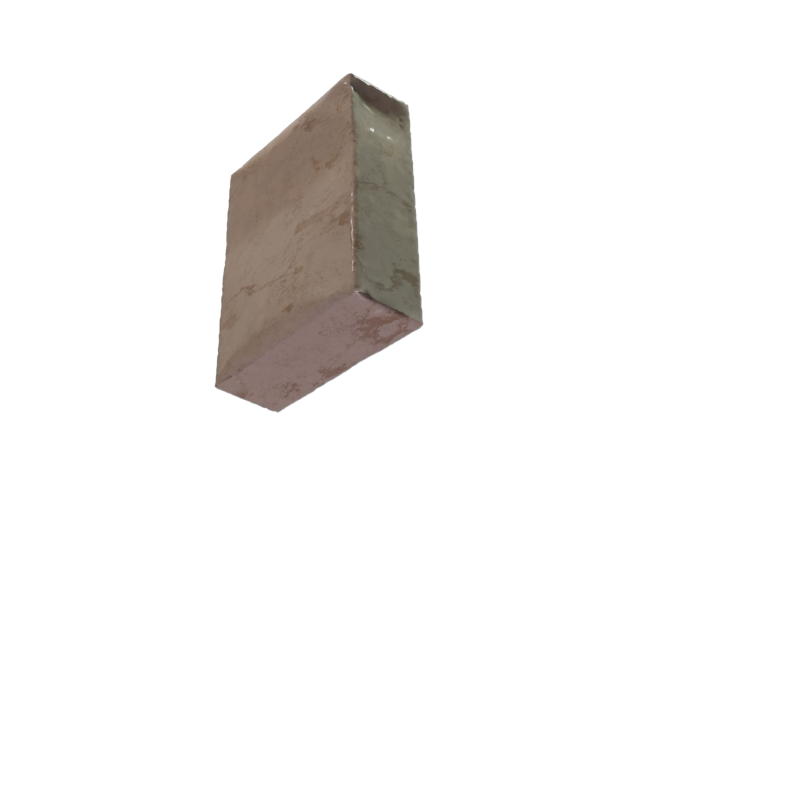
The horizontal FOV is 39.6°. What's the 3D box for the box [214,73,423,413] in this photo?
[{"bbox_3d":[-0.067,-0.122,0.856,0.068,0.229,0.163,26,-43,-35],"label":"box"}]
